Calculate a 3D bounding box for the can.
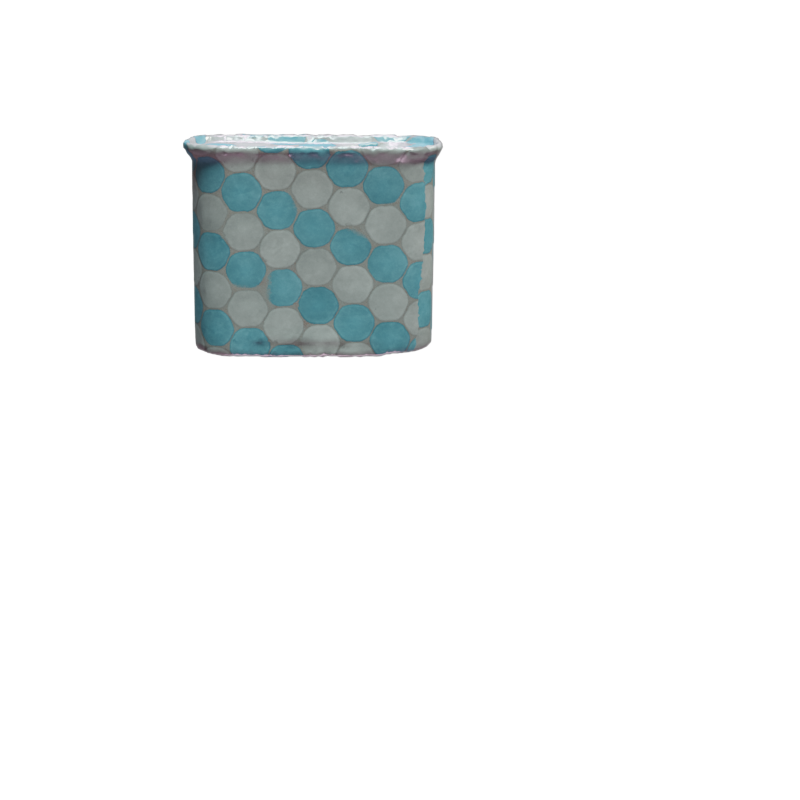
[{"bbox_3d":[-0.035,-0.064,0.450,0.102,0.082,0.059,0,13,0],"label":"can"}]
